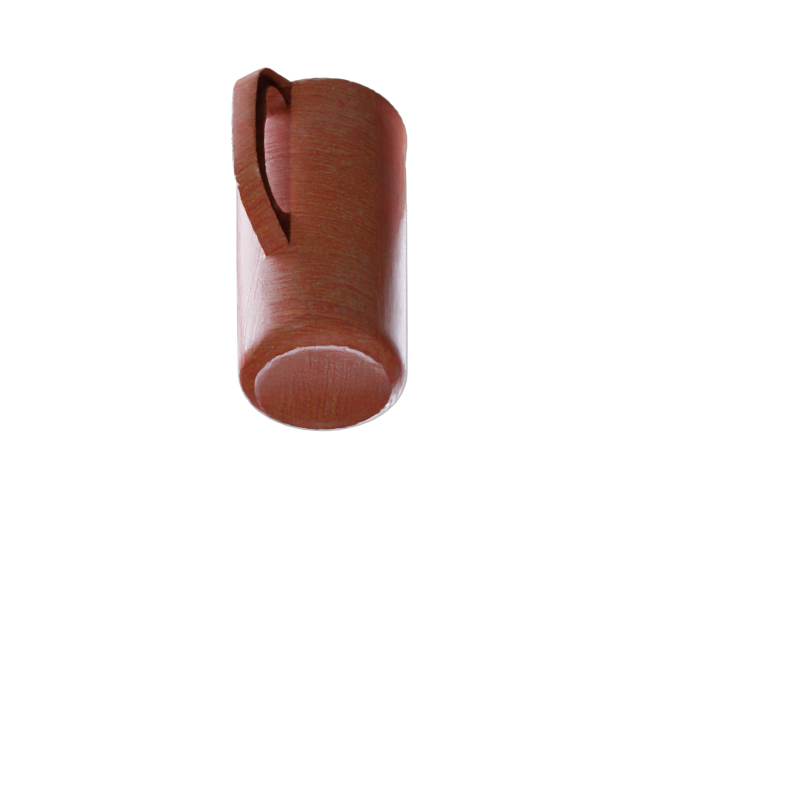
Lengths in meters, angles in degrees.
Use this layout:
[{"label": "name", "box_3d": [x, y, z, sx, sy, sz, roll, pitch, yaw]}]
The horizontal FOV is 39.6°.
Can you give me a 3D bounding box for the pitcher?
[{"label": "pitcher", "box_3d": [-0.061, -0.110, 0.774, 0.146, 0.261, 0.138, 10, -43, -14]}]
